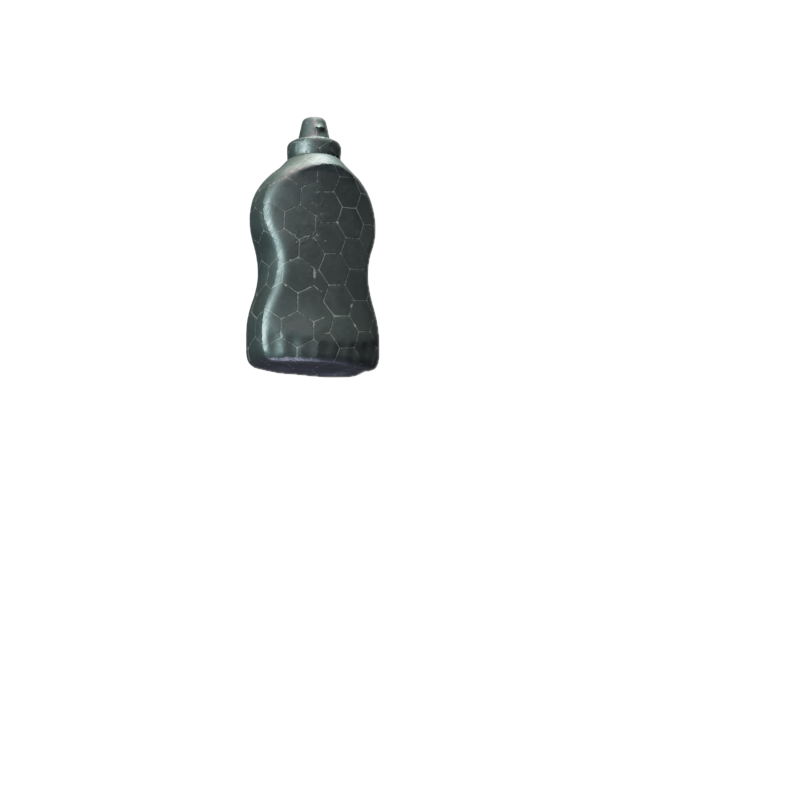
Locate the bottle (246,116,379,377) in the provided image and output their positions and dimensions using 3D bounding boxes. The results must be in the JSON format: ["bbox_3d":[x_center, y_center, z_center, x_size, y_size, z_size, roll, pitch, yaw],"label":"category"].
[{"bbox_3d":[-0.064,-0.116,0.815,0.092,0.199,0.058,7,-18,-26],"label":"bottle"}]
